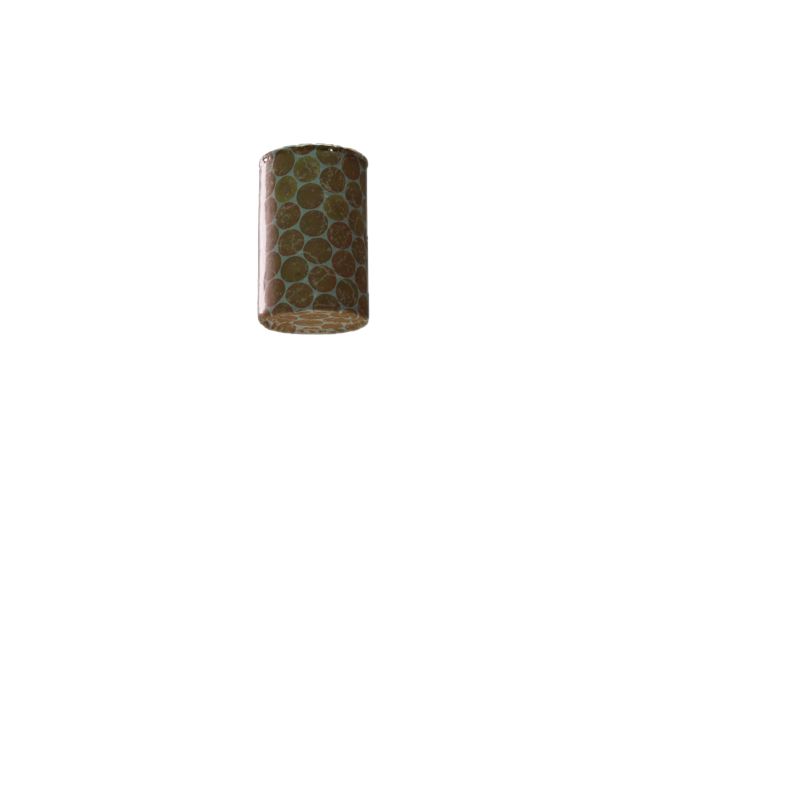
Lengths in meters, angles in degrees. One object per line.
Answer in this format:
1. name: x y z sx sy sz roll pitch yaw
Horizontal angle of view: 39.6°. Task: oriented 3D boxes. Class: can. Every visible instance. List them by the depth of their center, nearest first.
1. can: -0.053 -0.096 0.672 0.068 0.106 0.066 0 -14 -2
